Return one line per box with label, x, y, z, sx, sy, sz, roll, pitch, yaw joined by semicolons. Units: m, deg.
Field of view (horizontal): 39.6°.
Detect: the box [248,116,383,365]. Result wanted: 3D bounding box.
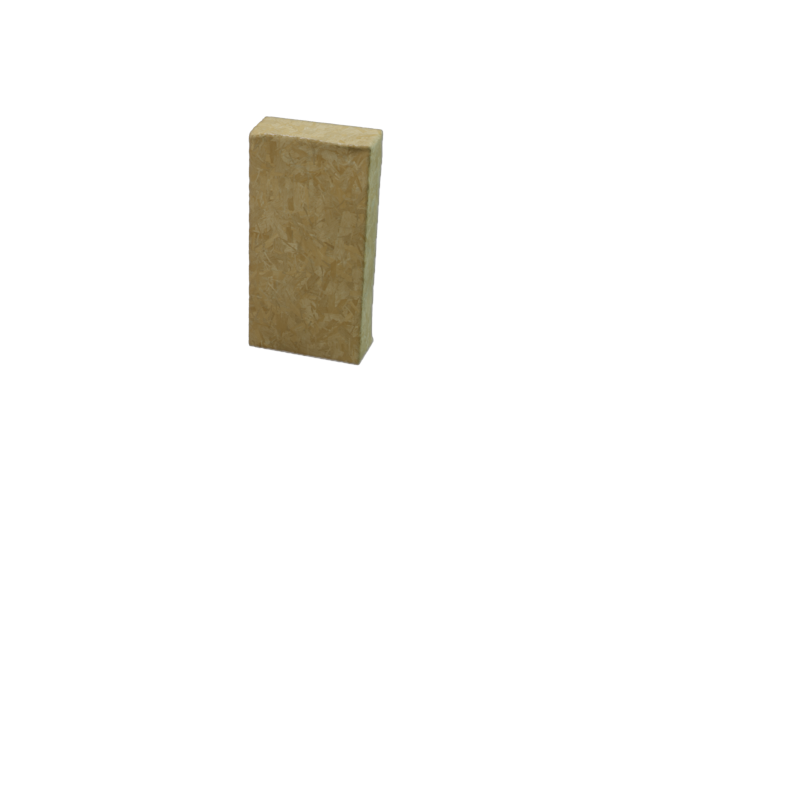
box;-0.065;-0.118;0.825;0.095;0.166;0.050;9;29;14
